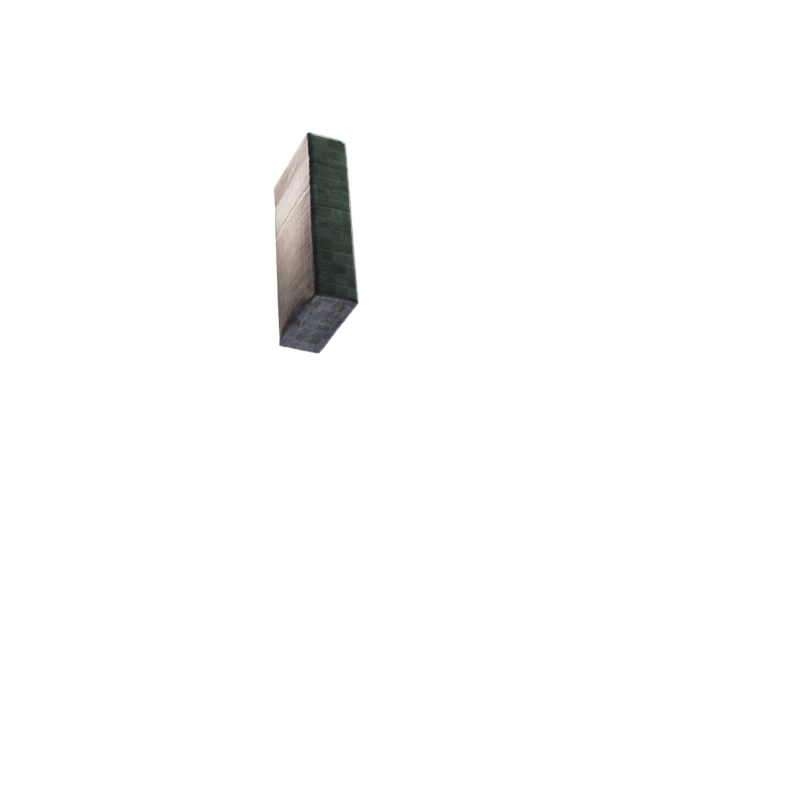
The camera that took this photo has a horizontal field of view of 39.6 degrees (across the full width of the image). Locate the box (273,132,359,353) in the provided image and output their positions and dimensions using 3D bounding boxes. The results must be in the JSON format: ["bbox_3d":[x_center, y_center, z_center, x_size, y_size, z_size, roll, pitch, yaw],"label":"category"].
[{"bbox_3d":[-0.077,-0.141,0.986,0.046,0.188,0.090,12,-35,-22],"label":"box"}]
